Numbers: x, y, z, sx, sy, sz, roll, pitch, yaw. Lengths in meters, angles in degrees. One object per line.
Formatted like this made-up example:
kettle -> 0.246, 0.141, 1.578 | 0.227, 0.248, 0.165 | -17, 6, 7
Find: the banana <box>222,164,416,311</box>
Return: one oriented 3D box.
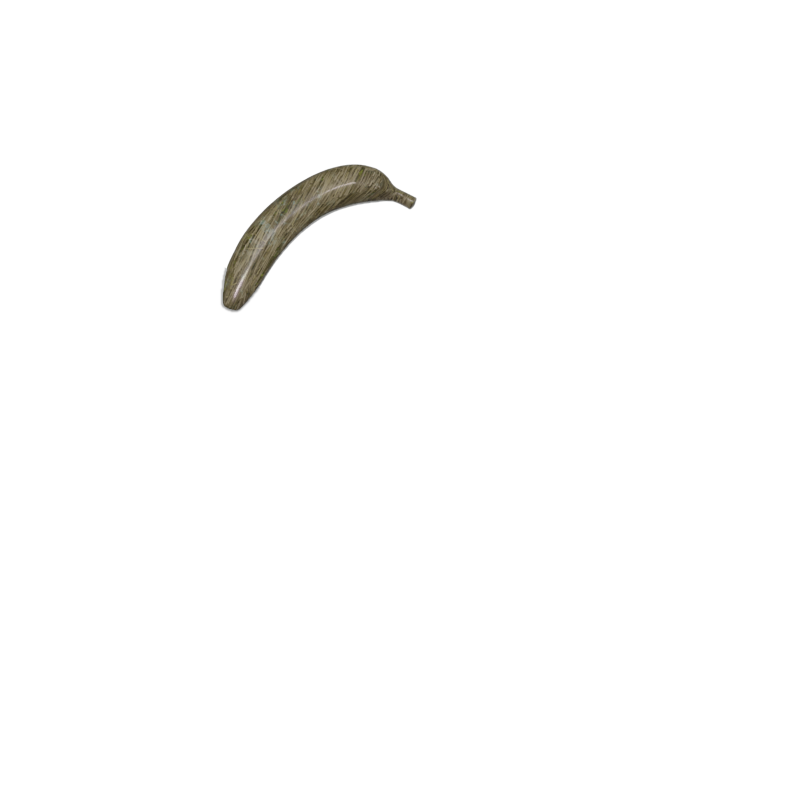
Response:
banana -> -0.082, -0.153, 0.961 | 0.198, 0.073, 0.035 | -33, -19, -14
